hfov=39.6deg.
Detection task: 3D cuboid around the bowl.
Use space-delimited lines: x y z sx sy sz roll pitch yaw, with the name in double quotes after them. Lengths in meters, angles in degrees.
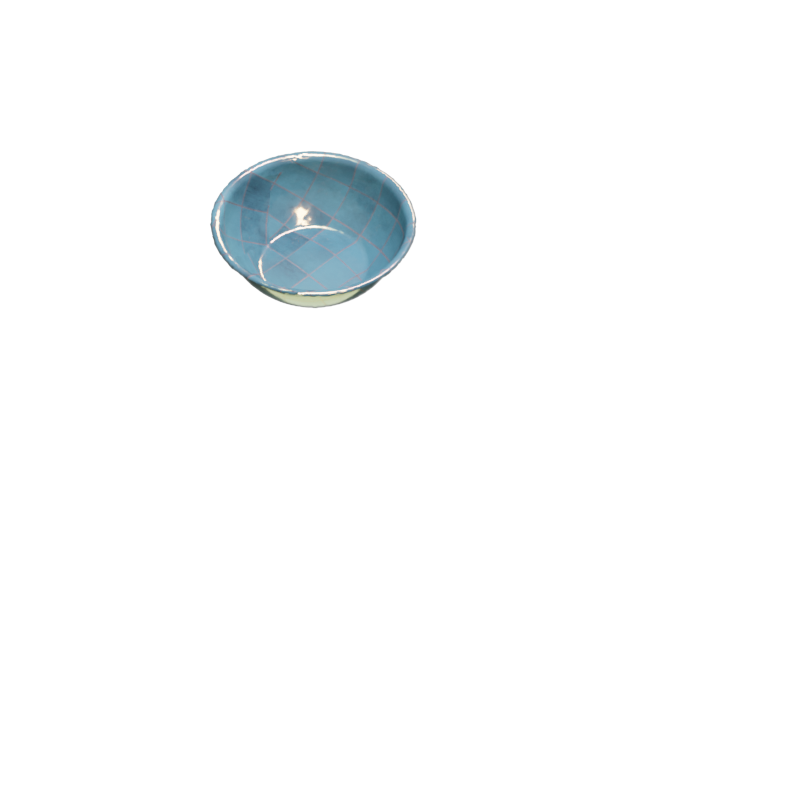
-0.070 -0.127 0.888 0.162 0.174 0.051 -1 -41 -1 "bowl"
